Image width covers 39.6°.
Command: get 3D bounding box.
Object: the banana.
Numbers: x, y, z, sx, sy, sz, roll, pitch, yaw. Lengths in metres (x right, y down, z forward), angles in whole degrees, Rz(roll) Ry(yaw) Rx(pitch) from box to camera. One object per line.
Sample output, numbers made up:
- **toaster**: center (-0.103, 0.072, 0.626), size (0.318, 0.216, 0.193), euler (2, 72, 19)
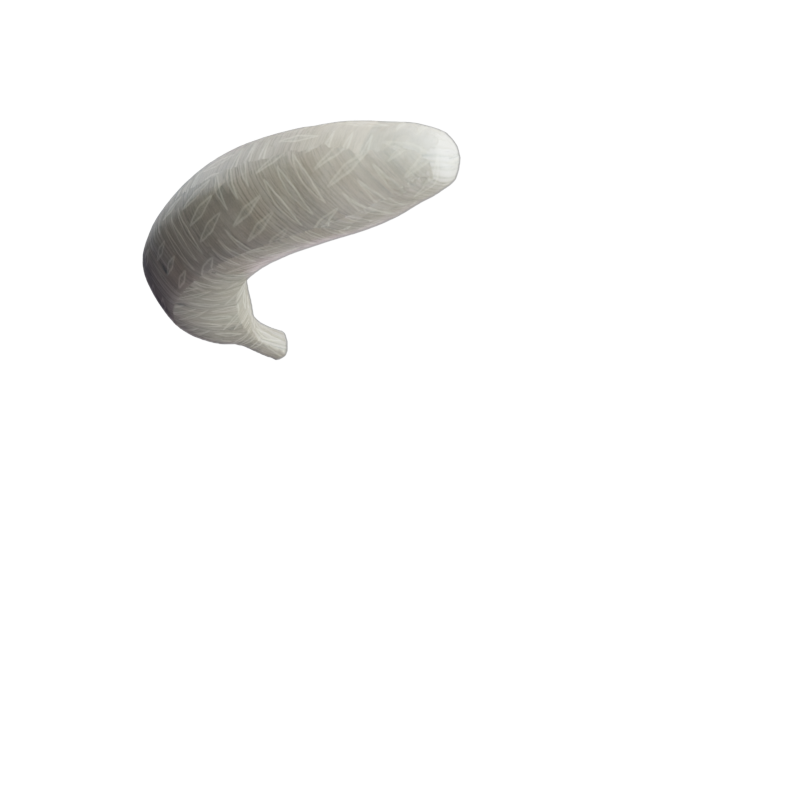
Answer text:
- **banana**: center (-0.048, -0.053, 0.369), size (0.068, 0.038, 0.196), euler (4, -12, -19)
